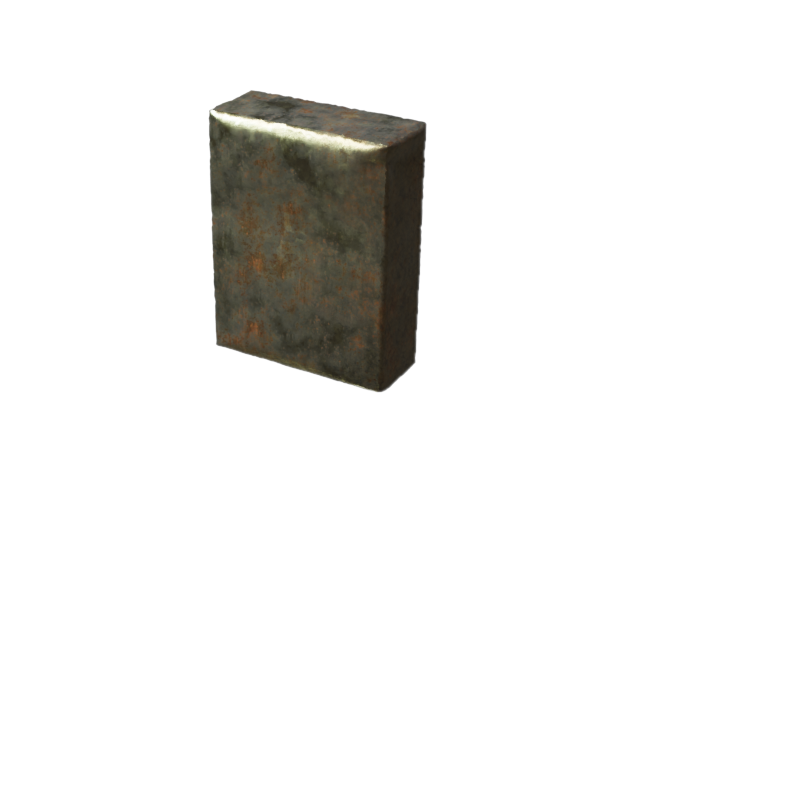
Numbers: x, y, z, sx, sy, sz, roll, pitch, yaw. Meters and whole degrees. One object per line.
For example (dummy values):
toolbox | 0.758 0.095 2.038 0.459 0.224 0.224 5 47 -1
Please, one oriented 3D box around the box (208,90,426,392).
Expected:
box | -0.070 -0.128 0.894 0.172 0.202 0.073 16 30 26
